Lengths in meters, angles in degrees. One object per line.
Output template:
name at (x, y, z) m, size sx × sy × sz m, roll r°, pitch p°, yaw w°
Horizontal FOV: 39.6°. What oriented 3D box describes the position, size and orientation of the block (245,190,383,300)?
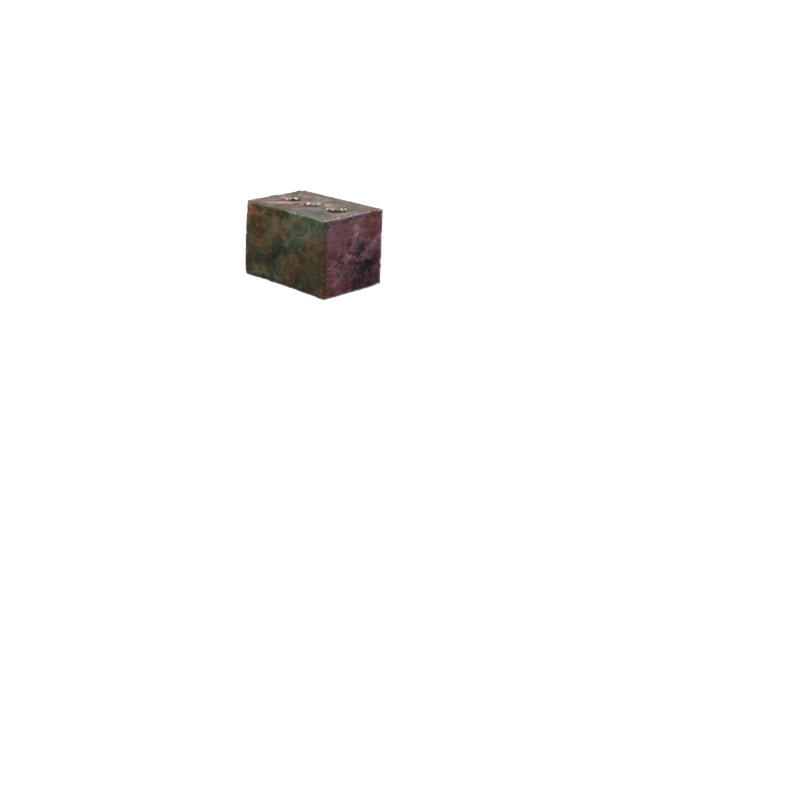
block at (-0.056, -0.102, 0.718) m, size 0.052 × 0.049 × 0.083 m, roll -18°, pitch 27°, yaw -42°
